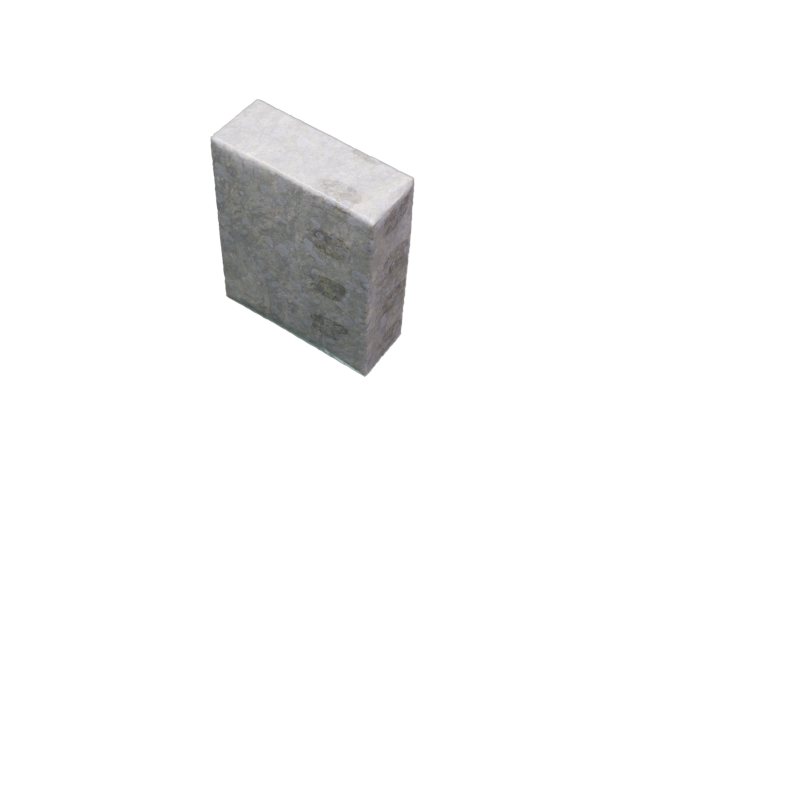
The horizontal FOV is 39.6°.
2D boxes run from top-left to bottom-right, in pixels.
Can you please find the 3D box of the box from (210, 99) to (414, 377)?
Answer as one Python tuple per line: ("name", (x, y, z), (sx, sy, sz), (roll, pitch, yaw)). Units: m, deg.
("box", (-0.076, -0.138, 0.968), (0.172, 0.073, 0.199), (31, -32, 19))
